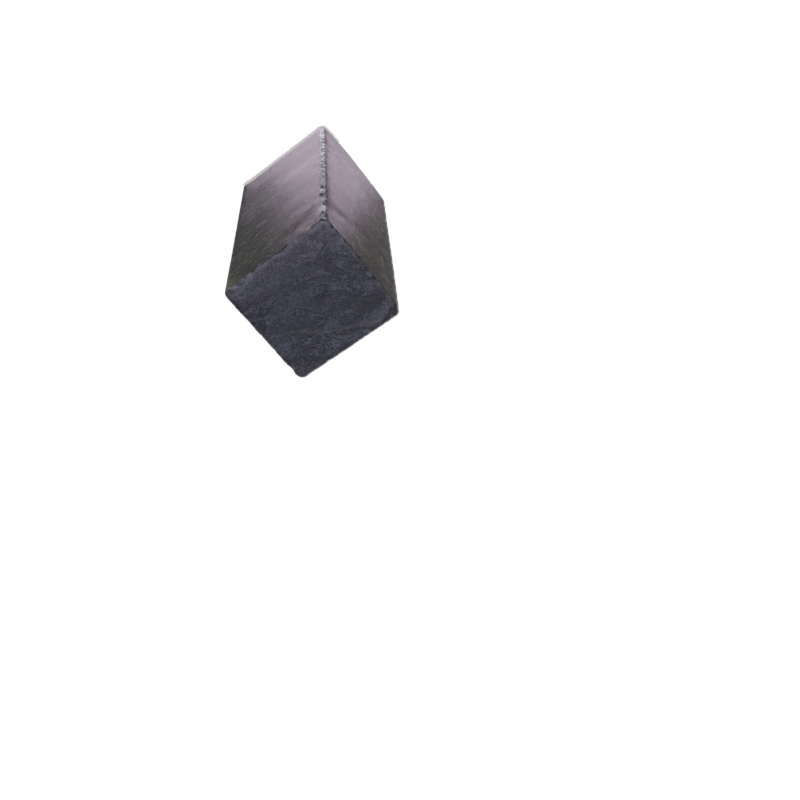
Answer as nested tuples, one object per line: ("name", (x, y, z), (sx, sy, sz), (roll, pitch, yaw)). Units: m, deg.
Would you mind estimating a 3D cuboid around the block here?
("block", (-0.066, -0.121, 0.851), (0.090, 0.085, 0.218), (-34, 26, 14))
